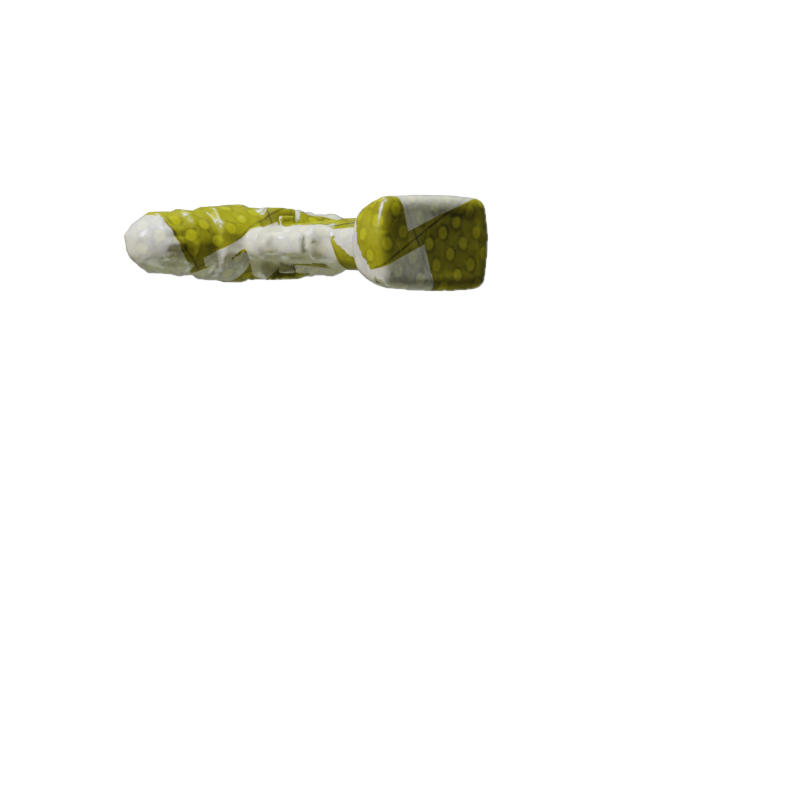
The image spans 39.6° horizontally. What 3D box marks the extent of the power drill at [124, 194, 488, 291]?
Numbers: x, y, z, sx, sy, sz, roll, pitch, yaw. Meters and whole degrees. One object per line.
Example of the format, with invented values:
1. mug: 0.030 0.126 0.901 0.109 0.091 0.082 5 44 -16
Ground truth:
1. power drill: -0.055 -0.100 0.702 0.196 0.057 0.178 9 12 44
